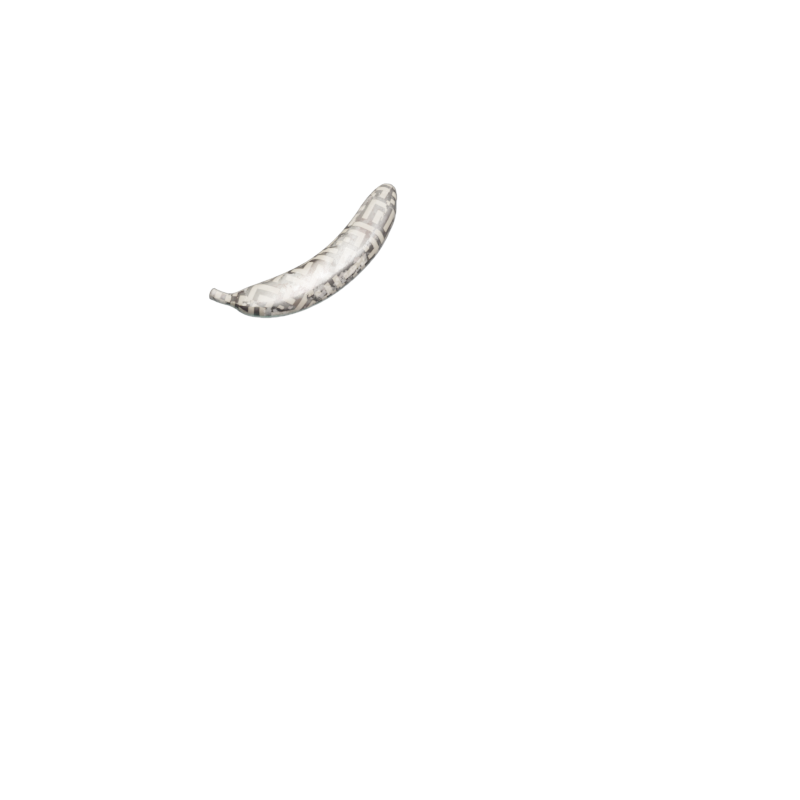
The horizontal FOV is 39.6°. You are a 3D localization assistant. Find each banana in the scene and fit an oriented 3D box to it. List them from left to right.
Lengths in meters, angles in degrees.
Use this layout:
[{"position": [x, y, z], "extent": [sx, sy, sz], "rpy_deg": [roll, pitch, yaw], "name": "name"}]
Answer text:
[{"position": [-0.069, -0.124, 0.972], "extent": [0.198, 0.074, 0.035], "rpy_deg": [-33, -23, -17], "name": "banana"}]
